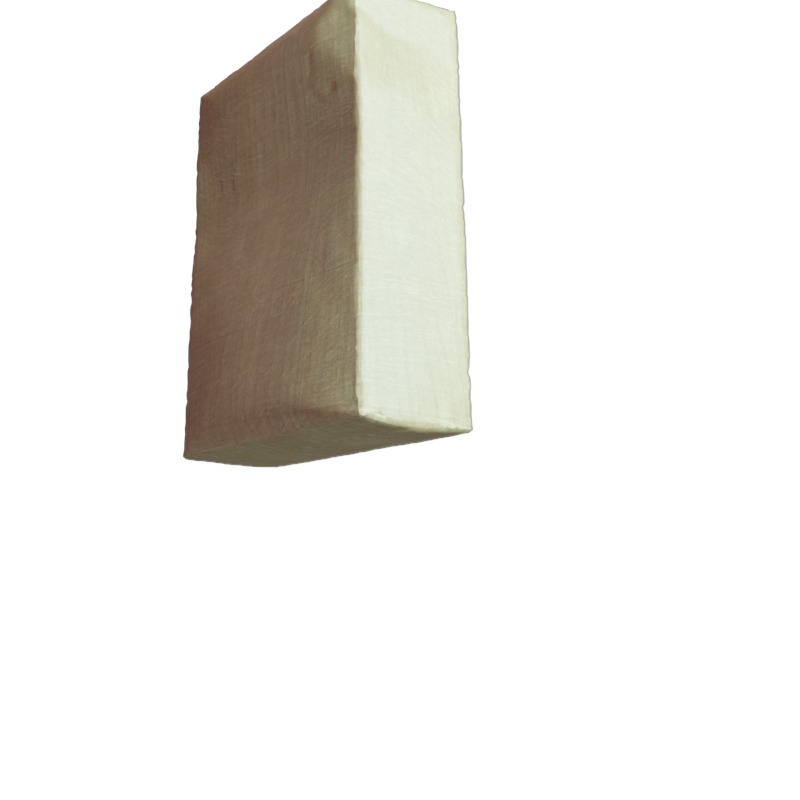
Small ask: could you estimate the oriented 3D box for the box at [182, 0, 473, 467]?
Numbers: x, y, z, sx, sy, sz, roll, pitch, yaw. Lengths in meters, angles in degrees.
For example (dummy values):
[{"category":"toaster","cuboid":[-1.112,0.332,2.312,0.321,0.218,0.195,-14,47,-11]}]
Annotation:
[{"category":"box","cuboid":[-0.045,-0.081,0.570,0.068,0.222,0.166,11,-18,-36]}]
